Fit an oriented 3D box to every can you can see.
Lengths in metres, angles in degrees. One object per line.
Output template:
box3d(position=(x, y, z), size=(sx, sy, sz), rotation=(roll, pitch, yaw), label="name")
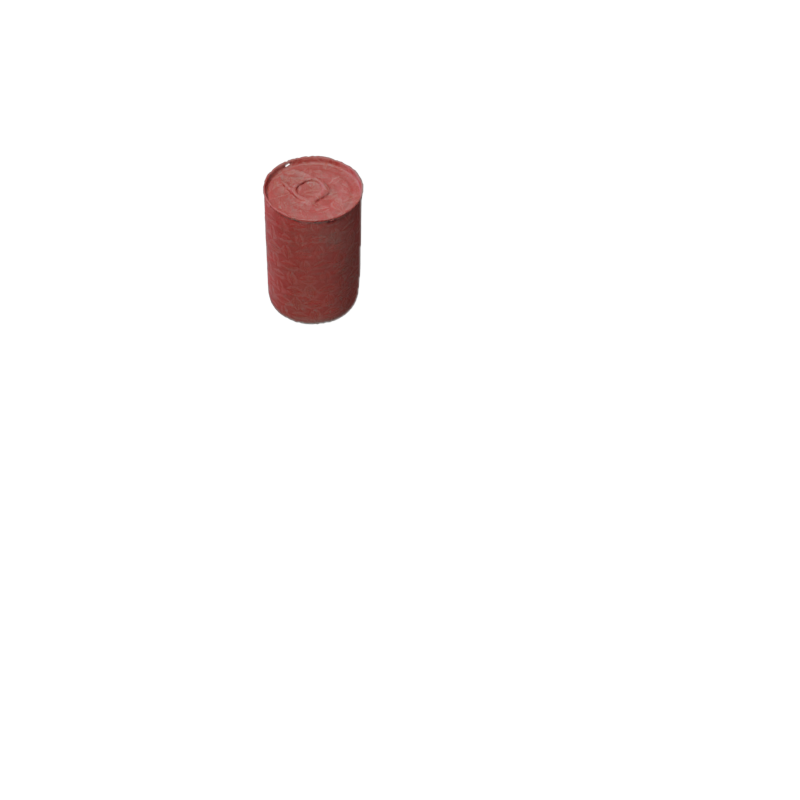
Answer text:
box3d(position=(-0.061, -0.111, 0.780), size=(0.068, 0.074, 0.095), rotation=(0, -43, -3), label="can")
